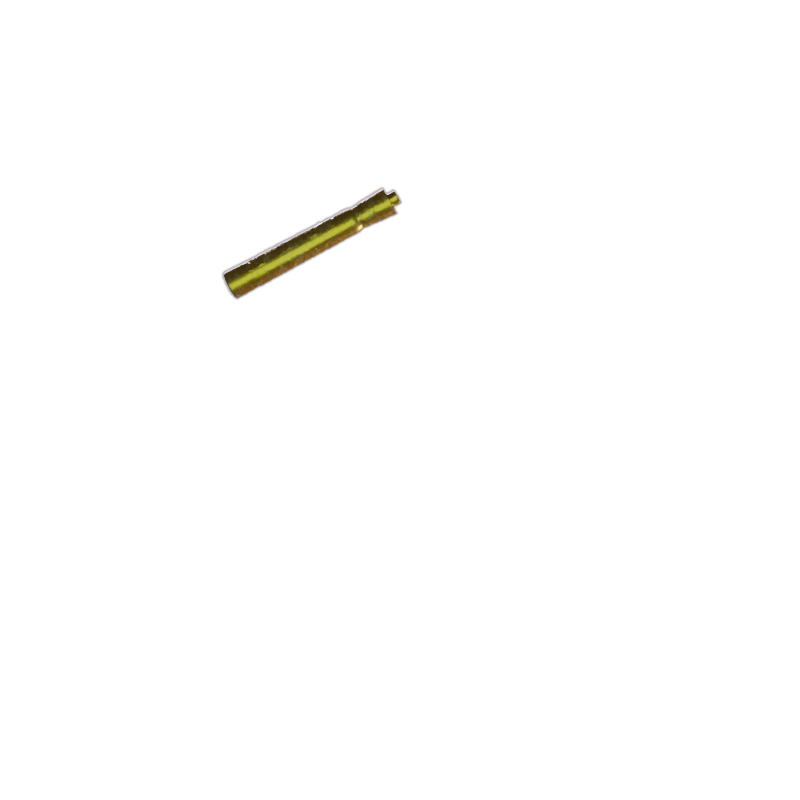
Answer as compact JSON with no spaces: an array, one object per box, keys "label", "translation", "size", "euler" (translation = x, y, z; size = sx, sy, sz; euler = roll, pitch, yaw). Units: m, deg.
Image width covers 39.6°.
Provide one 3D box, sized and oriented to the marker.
[{"label":"marker","translation":[-0.055,-0.100,0.700],"size":[0.121,0.020,0.020],"euler":[-28,3,4]}]
